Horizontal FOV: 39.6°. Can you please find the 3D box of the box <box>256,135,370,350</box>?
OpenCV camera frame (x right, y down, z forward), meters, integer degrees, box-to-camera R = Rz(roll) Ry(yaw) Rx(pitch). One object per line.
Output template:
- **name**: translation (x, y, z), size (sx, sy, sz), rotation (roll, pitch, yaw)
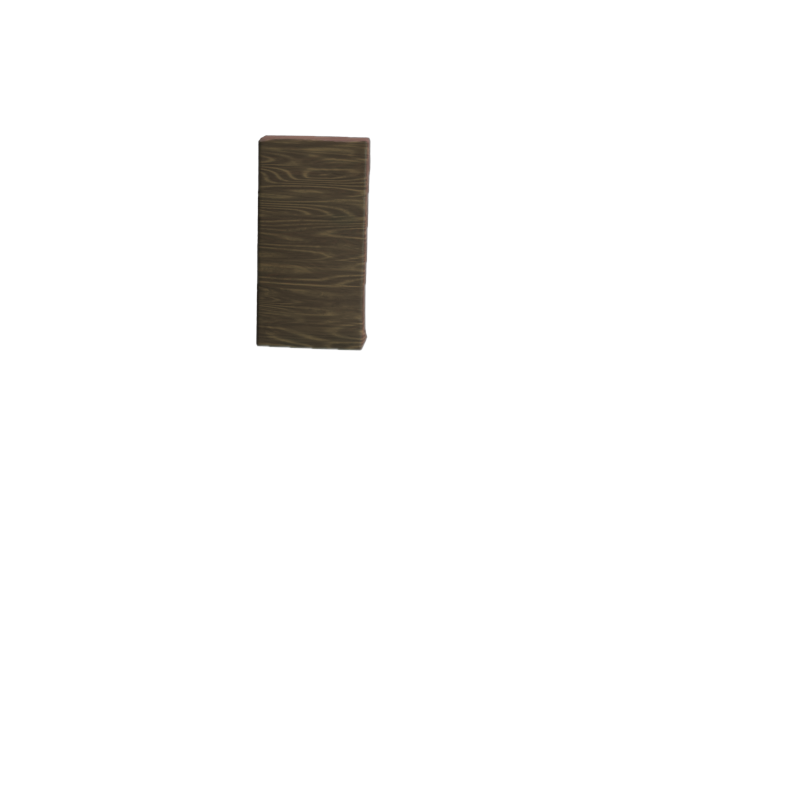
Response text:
- **box**: translation (-0.073, -0.133, 0.931), size (0.094, 0.172, 0.049), rotation (2, 12, 5)
